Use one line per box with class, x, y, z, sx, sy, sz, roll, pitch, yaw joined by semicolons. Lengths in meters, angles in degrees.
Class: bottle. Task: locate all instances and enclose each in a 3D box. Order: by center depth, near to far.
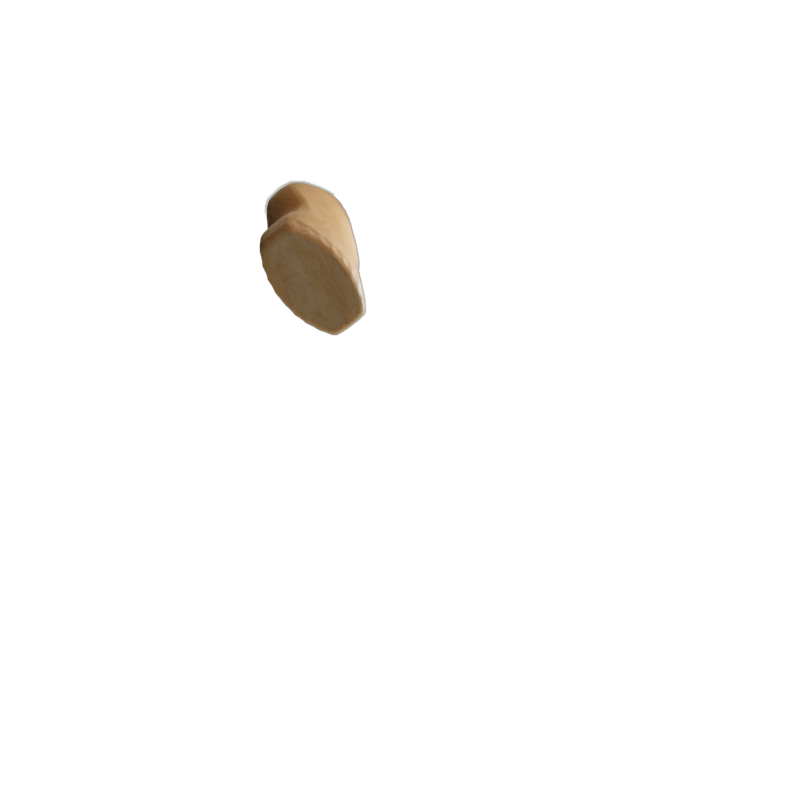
bottle;-0.072;-0.131;0.919;0.058;0.092;0.202;-39;22;14
